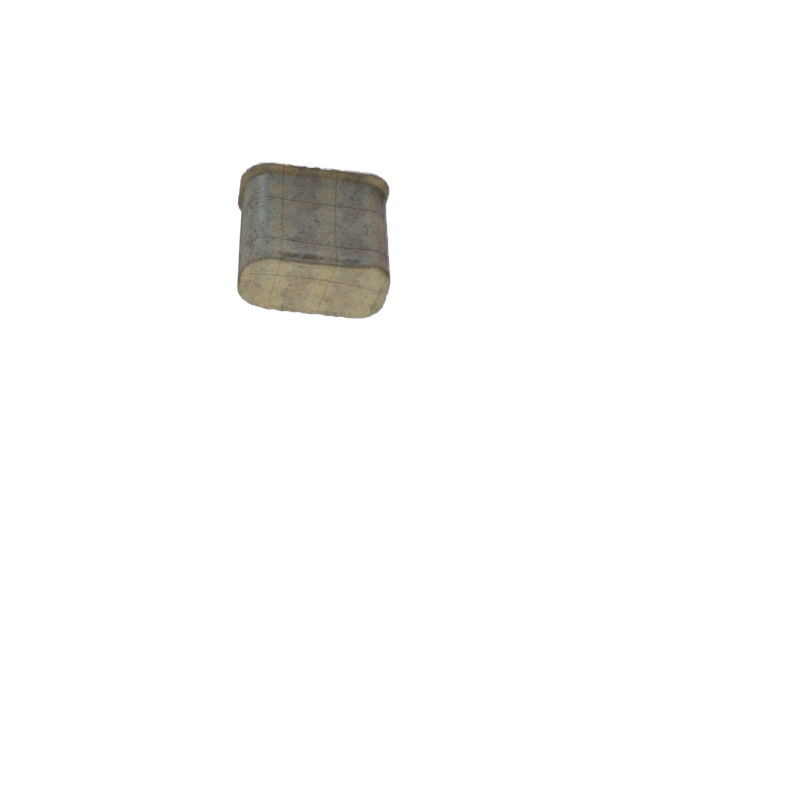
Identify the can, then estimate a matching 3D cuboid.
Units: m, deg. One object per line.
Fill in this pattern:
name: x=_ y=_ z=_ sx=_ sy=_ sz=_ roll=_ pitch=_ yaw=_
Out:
can: x=-0.057 y=-0.105 z=0.732 sx=0.101 sy=0.090 sz=0.054 roll=5 pitch=-38 yaw=-8
